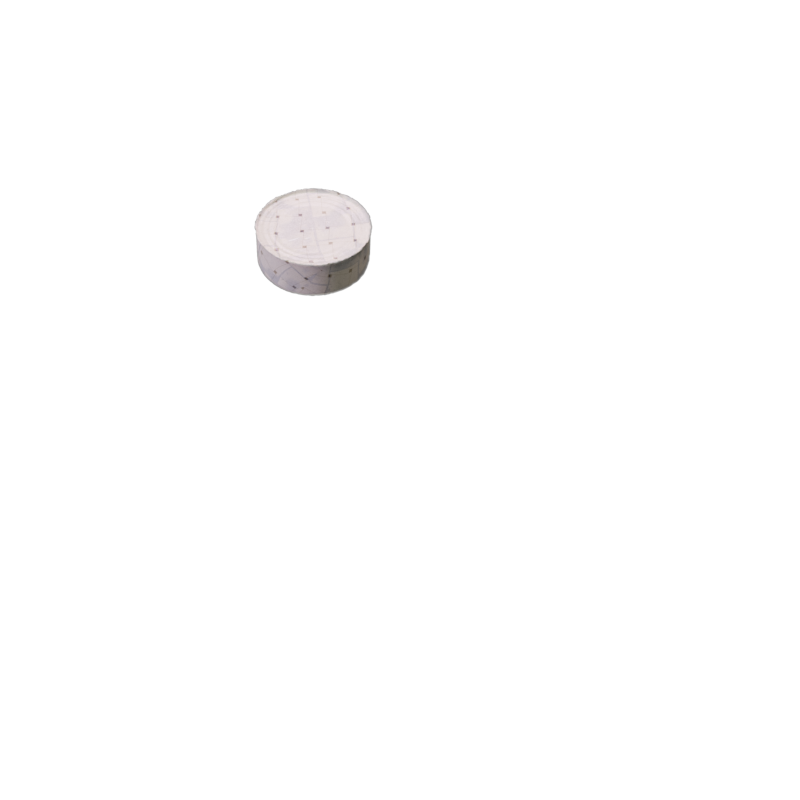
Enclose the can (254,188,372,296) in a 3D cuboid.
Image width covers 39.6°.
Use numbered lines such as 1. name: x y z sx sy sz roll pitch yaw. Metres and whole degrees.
1. can: -0.064 -0.117 0.819 0.086 0.092 0.031 -1 -44 -1
